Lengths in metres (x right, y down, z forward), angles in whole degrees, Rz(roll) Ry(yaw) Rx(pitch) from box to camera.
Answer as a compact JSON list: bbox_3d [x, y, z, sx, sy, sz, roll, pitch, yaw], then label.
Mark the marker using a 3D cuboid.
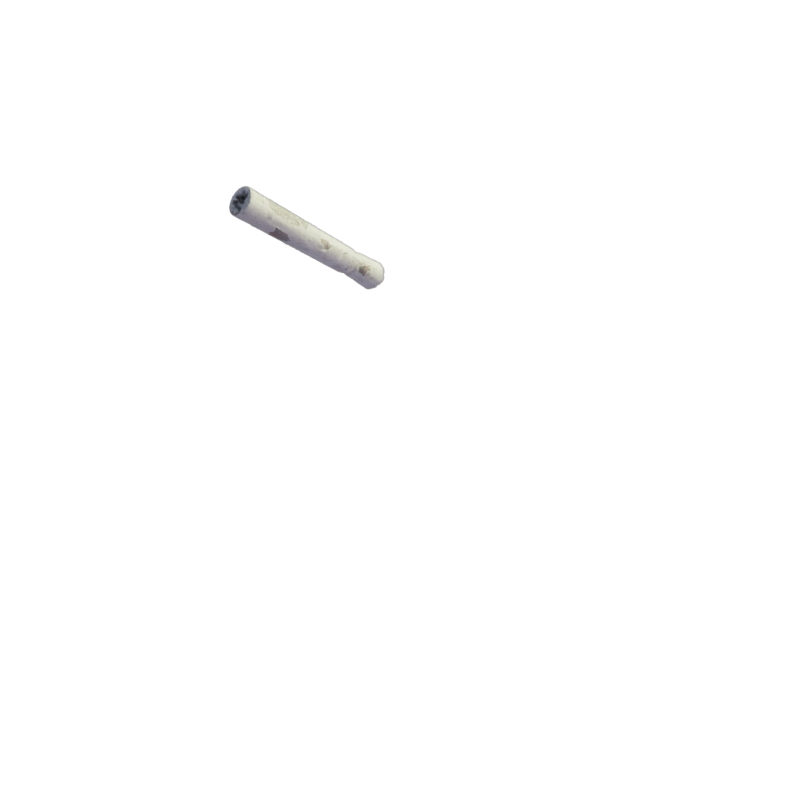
[{"bbox_3d":[-0.052,-0.095,0.663,0.113,0.020,0.021,25,-14,-41],"label":"marker"}]
